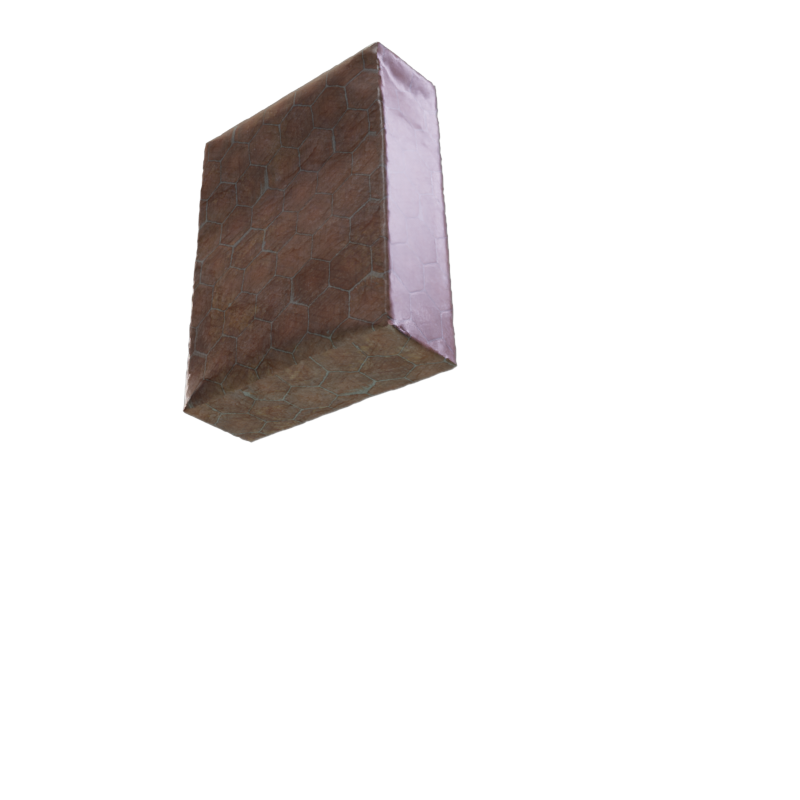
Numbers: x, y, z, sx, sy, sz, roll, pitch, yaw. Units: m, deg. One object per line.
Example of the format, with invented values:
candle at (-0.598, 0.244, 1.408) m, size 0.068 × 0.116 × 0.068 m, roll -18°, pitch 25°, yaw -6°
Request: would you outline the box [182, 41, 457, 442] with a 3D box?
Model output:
box at (-0.055, -0.101, 0.706) m, size 0.165 × 0.228 × 0.067 m, roll -22°, pitch -36°, yaw 32°
